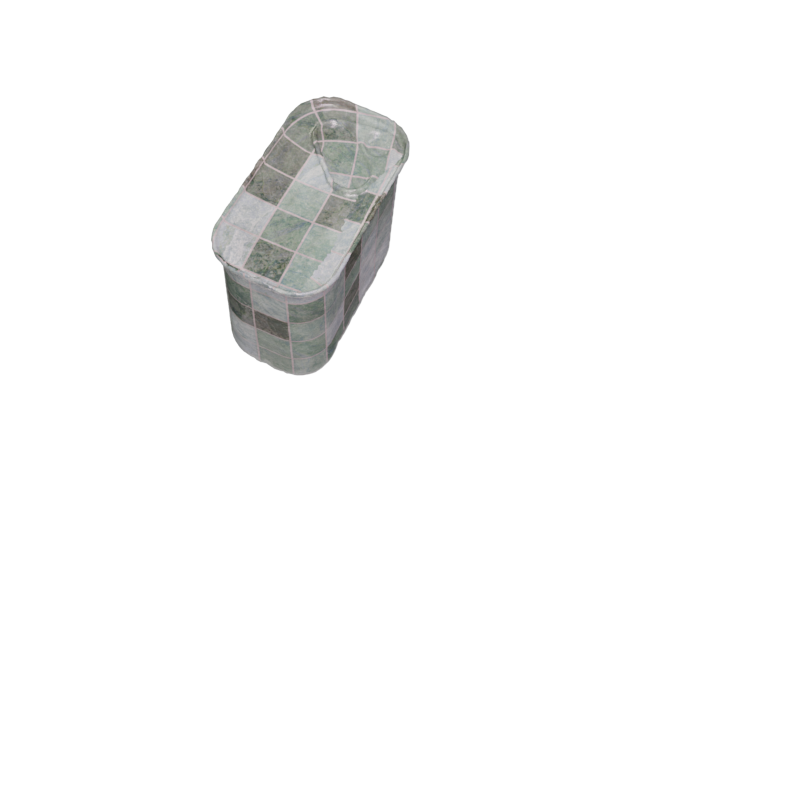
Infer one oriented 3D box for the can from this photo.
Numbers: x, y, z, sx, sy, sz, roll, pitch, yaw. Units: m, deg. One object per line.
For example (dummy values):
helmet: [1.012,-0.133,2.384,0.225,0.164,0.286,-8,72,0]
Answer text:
can: [-0.040,-0.072,0.507,0.059,0.105,0.079,23,-27,9]
